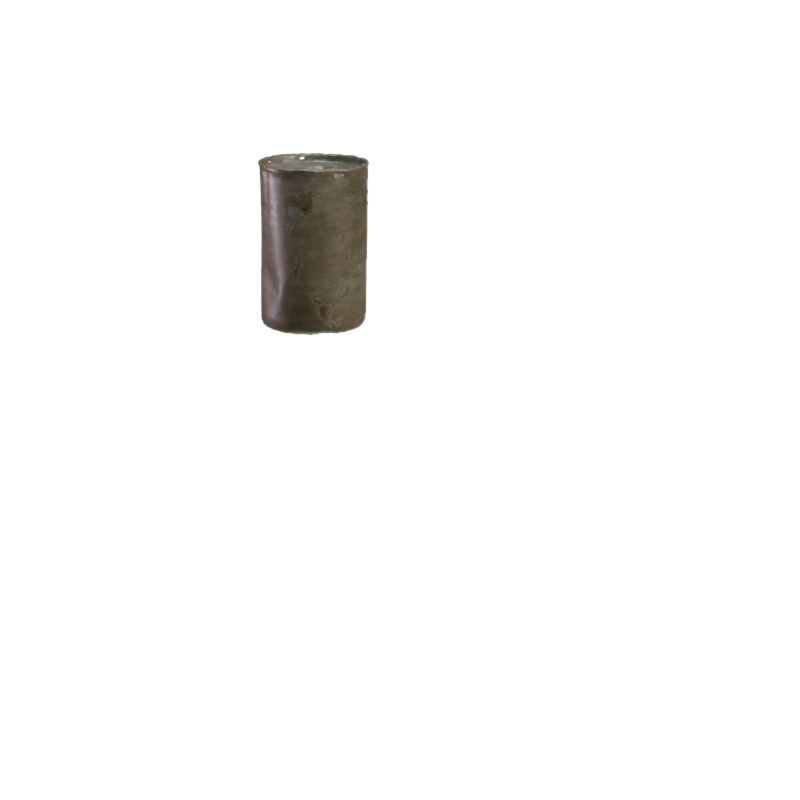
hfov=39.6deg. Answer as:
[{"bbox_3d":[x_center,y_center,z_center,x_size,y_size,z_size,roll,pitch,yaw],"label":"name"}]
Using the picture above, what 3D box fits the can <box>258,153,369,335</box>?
[{"bbox_3d":[-0.054,-0.098,0.688,0.068,0.099,0.071,0,15,-2],"label":"can"}]
